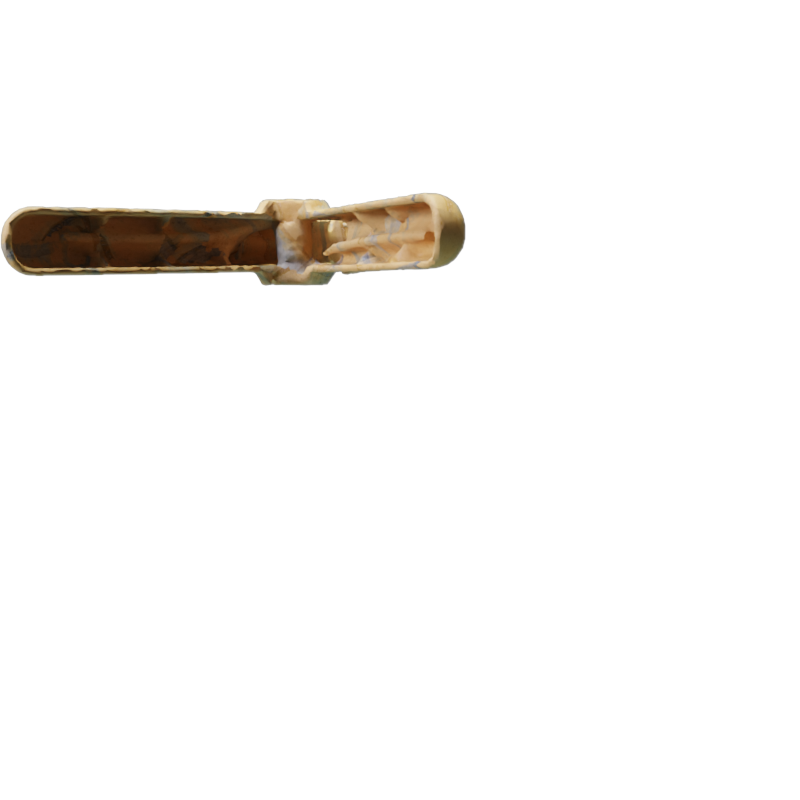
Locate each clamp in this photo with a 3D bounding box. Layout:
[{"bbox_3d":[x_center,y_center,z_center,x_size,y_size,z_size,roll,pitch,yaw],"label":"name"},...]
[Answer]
[{"bbox_3d":[-0.036,-0.065,0.457,0.169,0.036,0.206,2,7,19],"label":"clamp"}]
